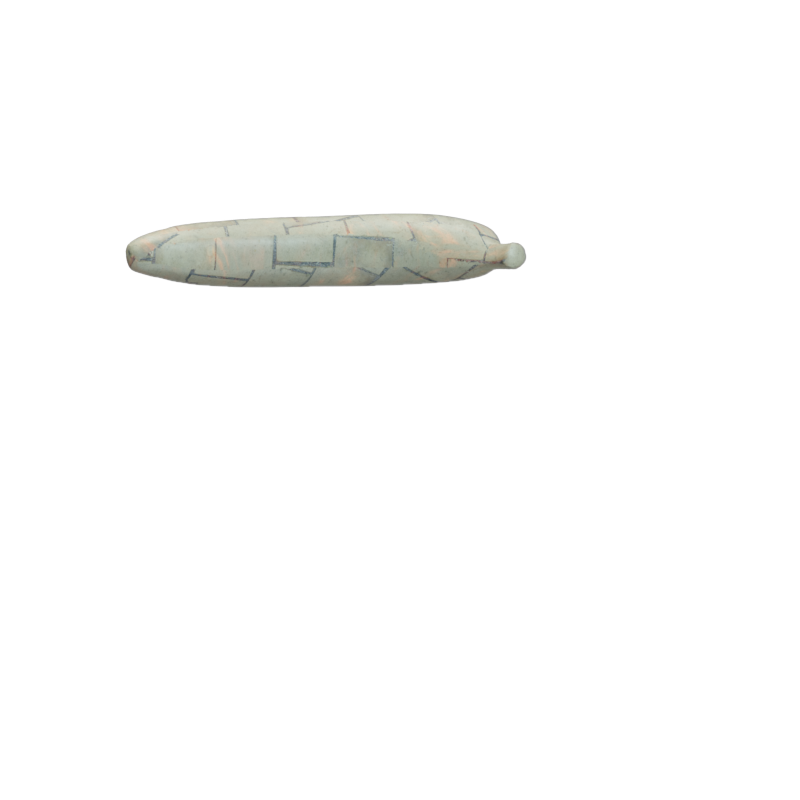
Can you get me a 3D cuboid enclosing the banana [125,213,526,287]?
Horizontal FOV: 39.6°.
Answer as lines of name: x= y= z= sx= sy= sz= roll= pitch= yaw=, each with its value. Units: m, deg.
banana: x=-0.036 y=-0.077 z=0.563 sx=0.201 sy=0.037 sz=0.067 roll=0 pitch=-3 yaw=12
